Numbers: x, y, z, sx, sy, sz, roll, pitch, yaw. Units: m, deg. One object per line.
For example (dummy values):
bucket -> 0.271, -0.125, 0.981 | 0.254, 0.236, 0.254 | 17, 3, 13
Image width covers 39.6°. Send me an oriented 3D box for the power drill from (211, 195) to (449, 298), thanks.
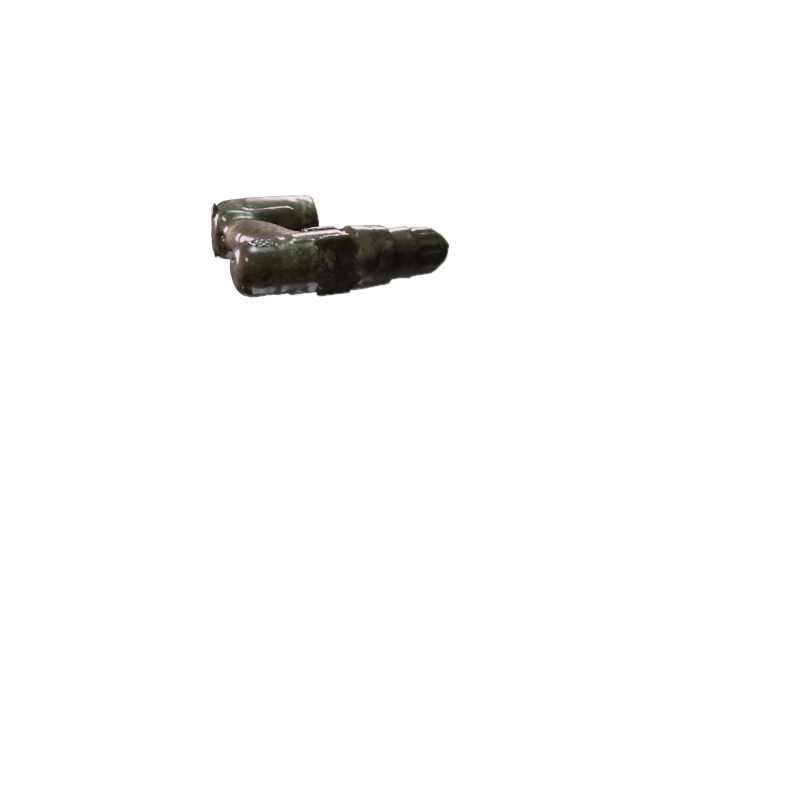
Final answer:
power drill -> -0.075, -0.136, 0.954 | 0.180, 0.056, 0.198 | -7, 19, -22
